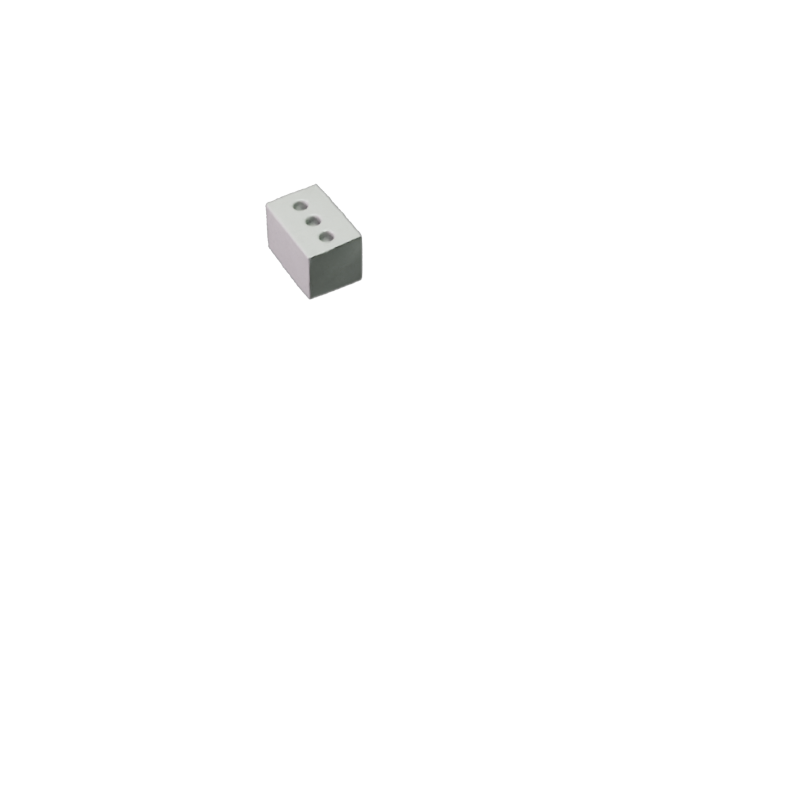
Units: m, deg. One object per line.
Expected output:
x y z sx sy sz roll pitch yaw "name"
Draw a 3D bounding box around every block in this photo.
-0.073 -0.134 0.937 0.052 0.048 0.084 -23 52 -22 "block"
